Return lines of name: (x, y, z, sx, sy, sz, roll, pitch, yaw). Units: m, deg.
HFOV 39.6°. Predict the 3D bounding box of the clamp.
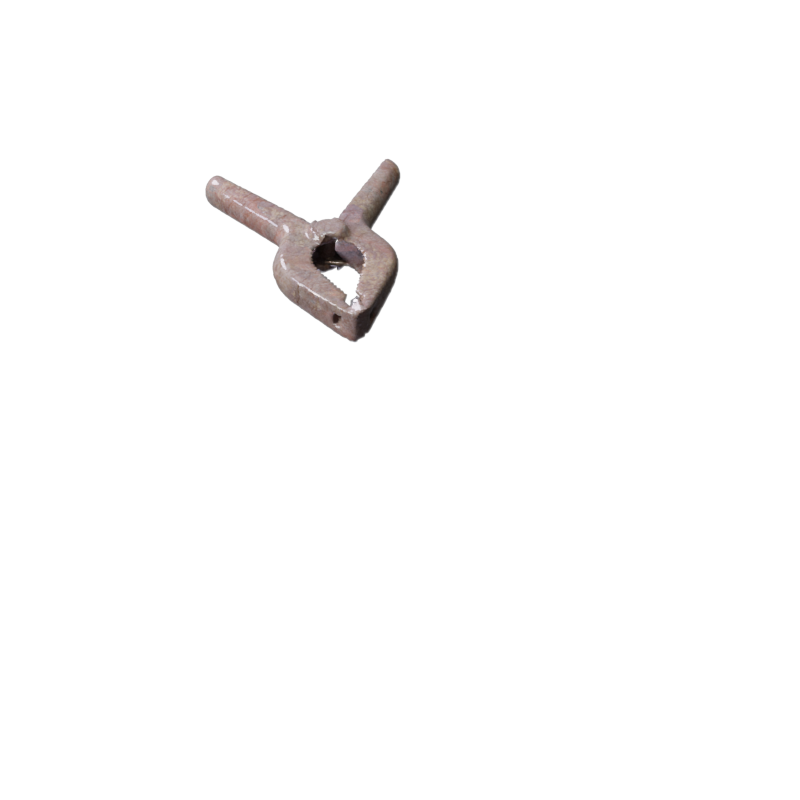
clamp: (-0.067, -0.123, 0.861, 0.163, 0.034, 0.226, -5, 41, -6)
